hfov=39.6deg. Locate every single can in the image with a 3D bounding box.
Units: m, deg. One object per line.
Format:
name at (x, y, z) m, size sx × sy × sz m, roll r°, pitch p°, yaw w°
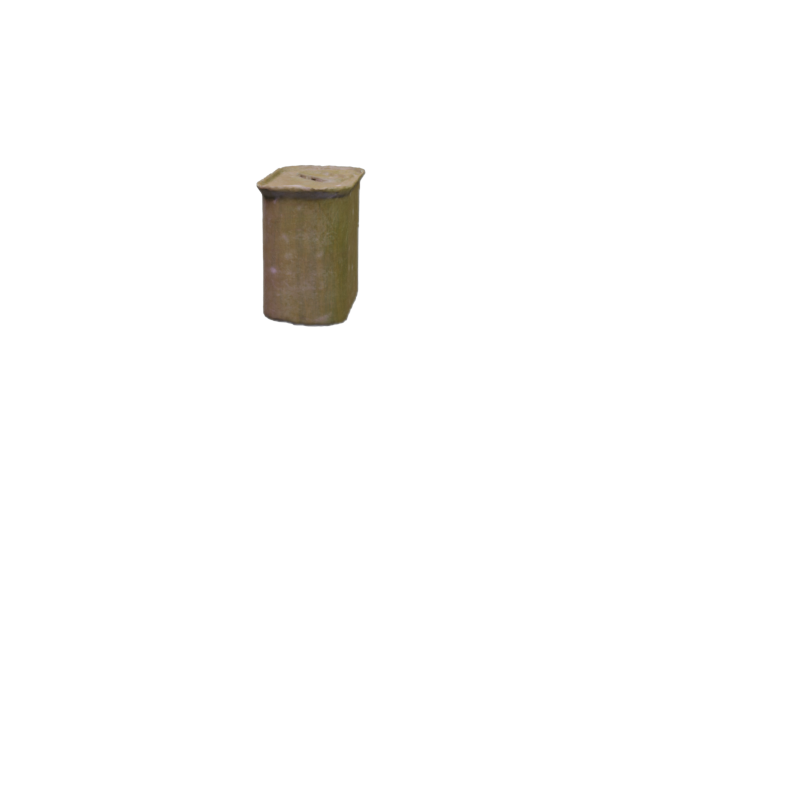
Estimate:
can at (-0.054, -0.099, 0.690) m, size 0.058 × 0.081 × 0.104 m, roll 2°, pitch 16°, yaw 5°
